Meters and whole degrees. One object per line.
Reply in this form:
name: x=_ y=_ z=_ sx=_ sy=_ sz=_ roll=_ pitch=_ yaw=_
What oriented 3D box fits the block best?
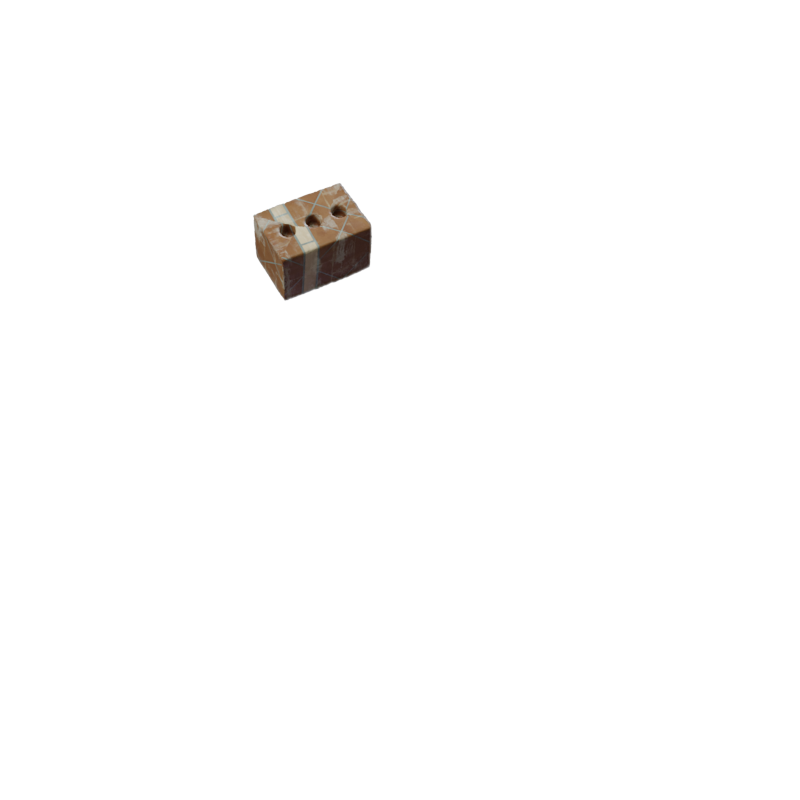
block: x=-0.067 y=-0.122 z=0.856 sx=0.077 sy=0.057 sz=0.048 roll=-24 pitch=-33 yaw=-18
